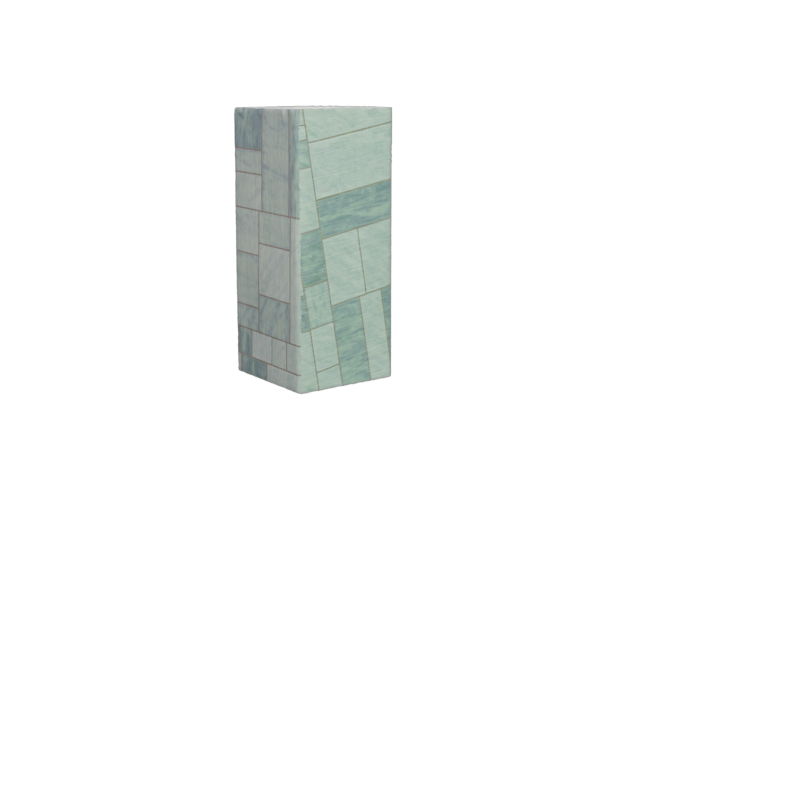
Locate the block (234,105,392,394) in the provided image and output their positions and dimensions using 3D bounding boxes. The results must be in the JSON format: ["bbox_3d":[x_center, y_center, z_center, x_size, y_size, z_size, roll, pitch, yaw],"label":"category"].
[{"bbox_3d":[-0.067,-0.121,0.849,0.087,0.202,0.095,-7,12,-38],"label":"block"}]
